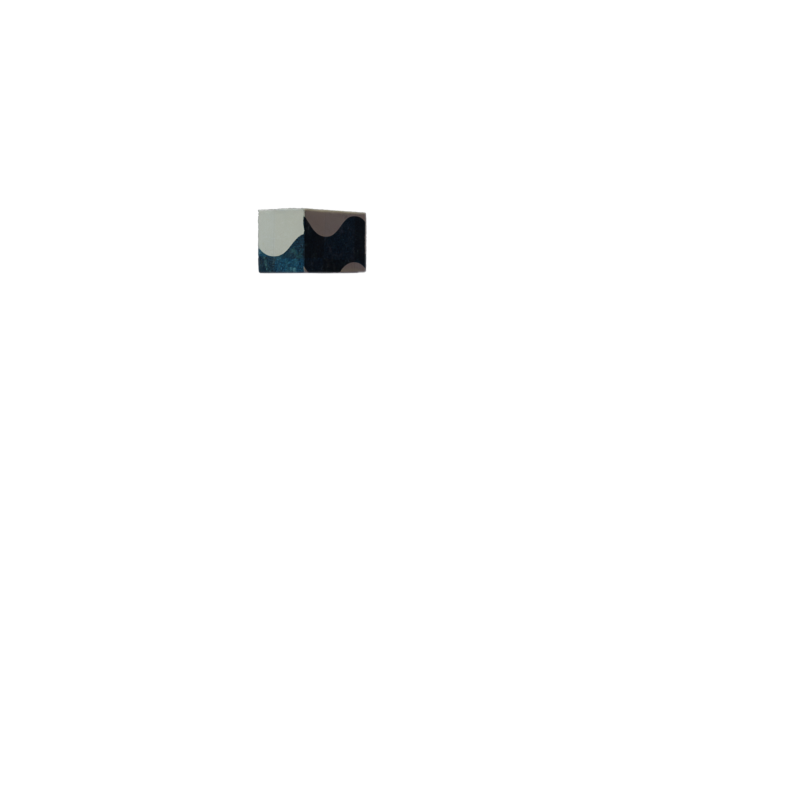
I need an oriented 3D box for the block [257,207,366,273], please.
[{"bbox_3d":[-0.070,-0.128,0.896,0.055,0.051,0.075,2,4,39],"label":"block"}]
